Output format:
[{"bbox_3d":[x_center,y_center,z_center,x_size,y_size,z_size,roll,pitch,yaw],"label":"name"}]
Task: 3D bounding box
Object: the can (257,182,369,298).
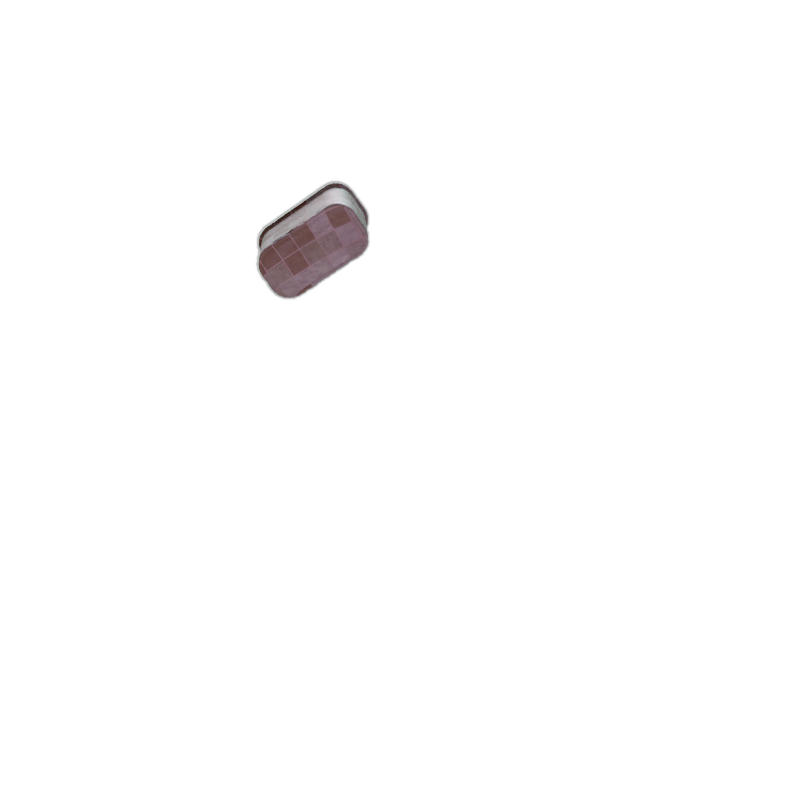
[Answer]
[{"bbox_3d":[-0.076,-0.139,0.973,0.102,0.055,0.087,-33,17,8],"label":"can"}]
